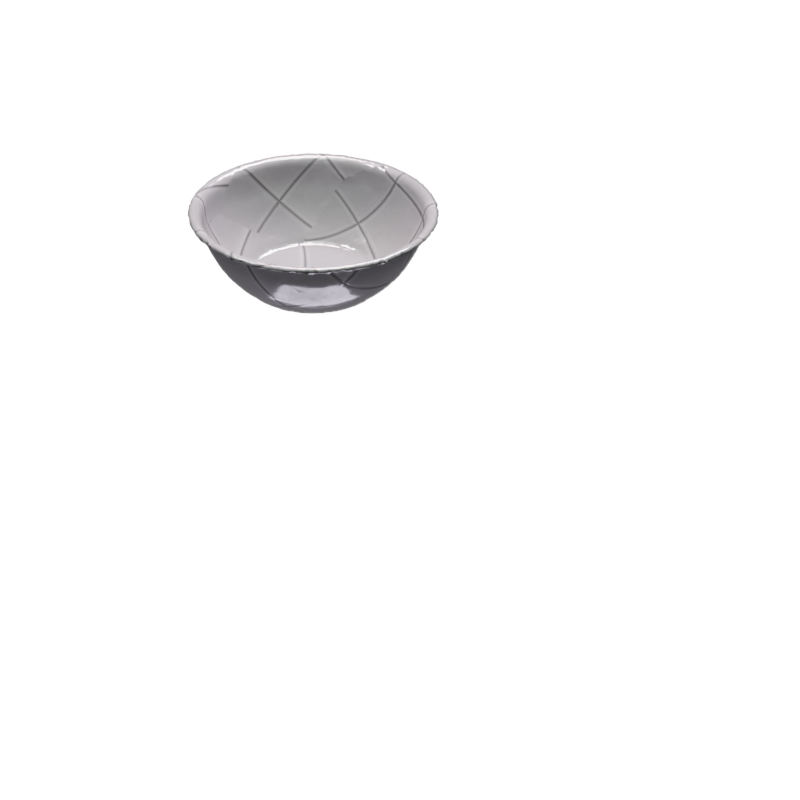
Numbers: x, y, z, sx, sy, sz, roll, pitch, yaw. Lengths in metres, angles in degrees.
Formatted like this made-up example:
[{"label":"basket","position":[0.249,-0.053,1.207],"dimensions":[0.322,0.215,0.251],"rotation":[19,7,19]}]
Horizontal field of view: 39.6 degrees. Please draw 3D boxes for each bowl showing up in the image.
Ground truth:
[{"label":"bowl","position":[-0.057,-0.104,0.729],"dimensions":[0.162,0.052,0.173],"rotation":[-1,35,-2]}]
